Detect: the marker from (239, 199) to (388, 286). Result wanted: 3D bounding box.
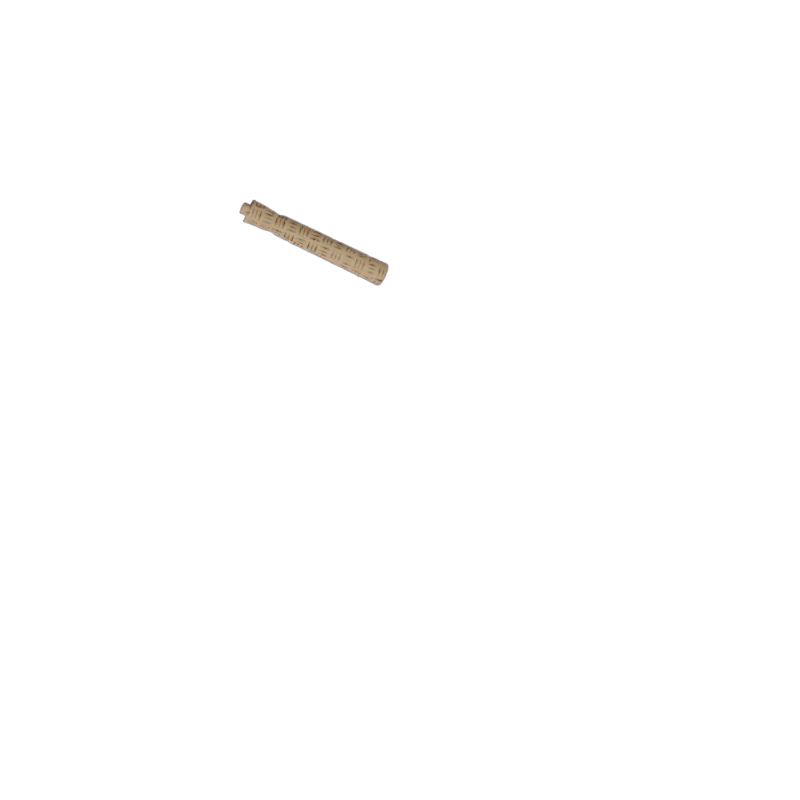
[{"bbox_3d":[-0.066,-0.120,0.839,0.118,0.020,0.020,25,-2,-10],"label":"marker"}]
